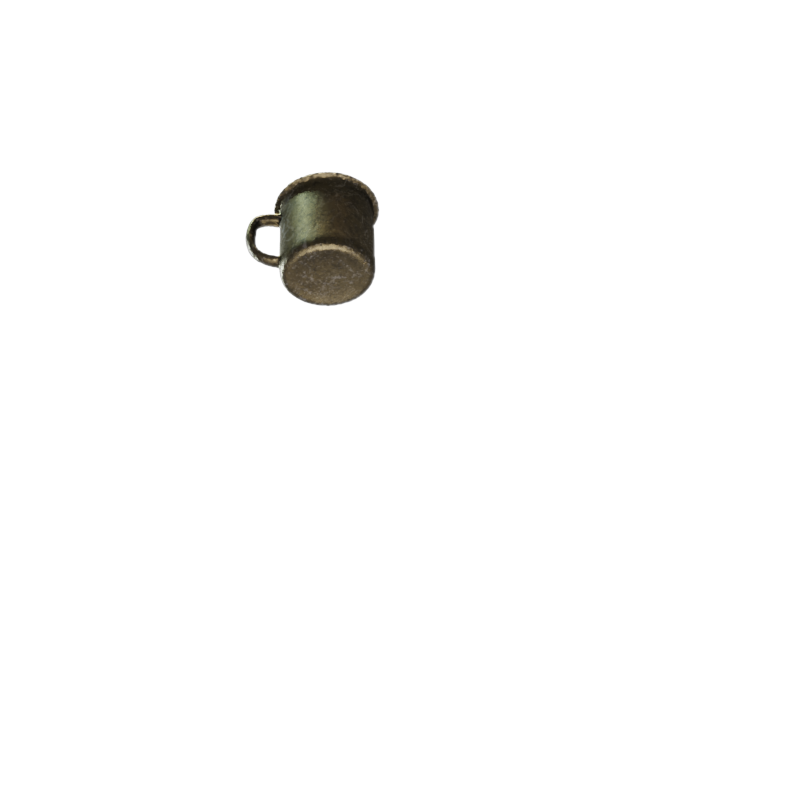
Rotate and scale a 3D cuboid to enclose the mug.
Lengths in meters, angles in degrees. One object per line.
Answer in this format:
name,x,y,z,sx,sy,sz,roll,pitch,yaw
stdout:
mug,-0.075,-0.137,0.959,0.116,0.087,0.087,4,-40,-6
